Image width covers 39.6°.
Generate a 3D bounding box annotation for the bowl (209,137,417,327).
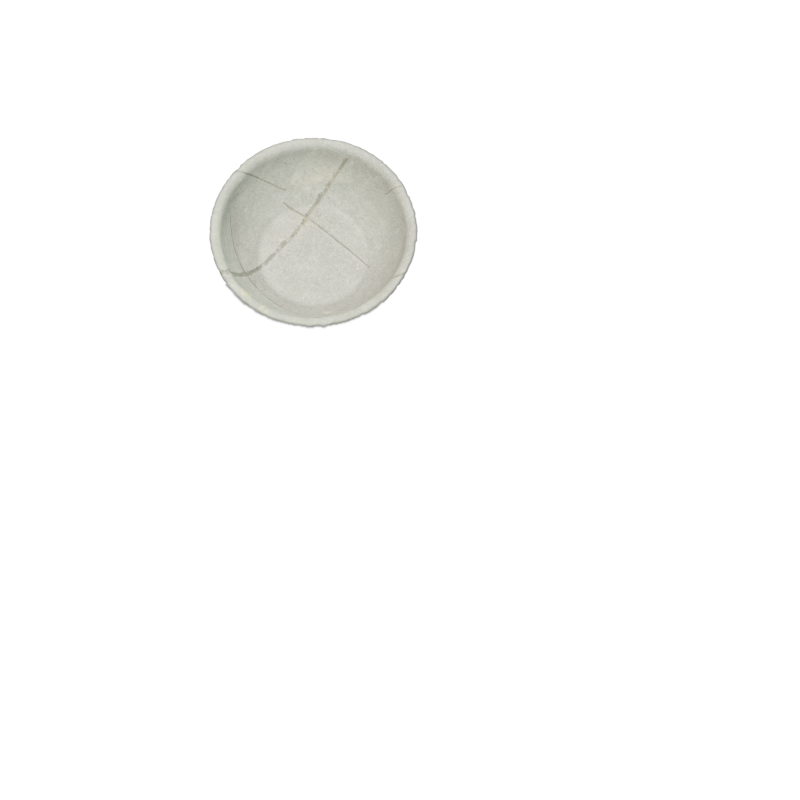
[{"bbox_3d":[-0.069,-0.126,0.883,0.162,0.171,0.052,-1,-22,-1],"label":"bowl"}]
